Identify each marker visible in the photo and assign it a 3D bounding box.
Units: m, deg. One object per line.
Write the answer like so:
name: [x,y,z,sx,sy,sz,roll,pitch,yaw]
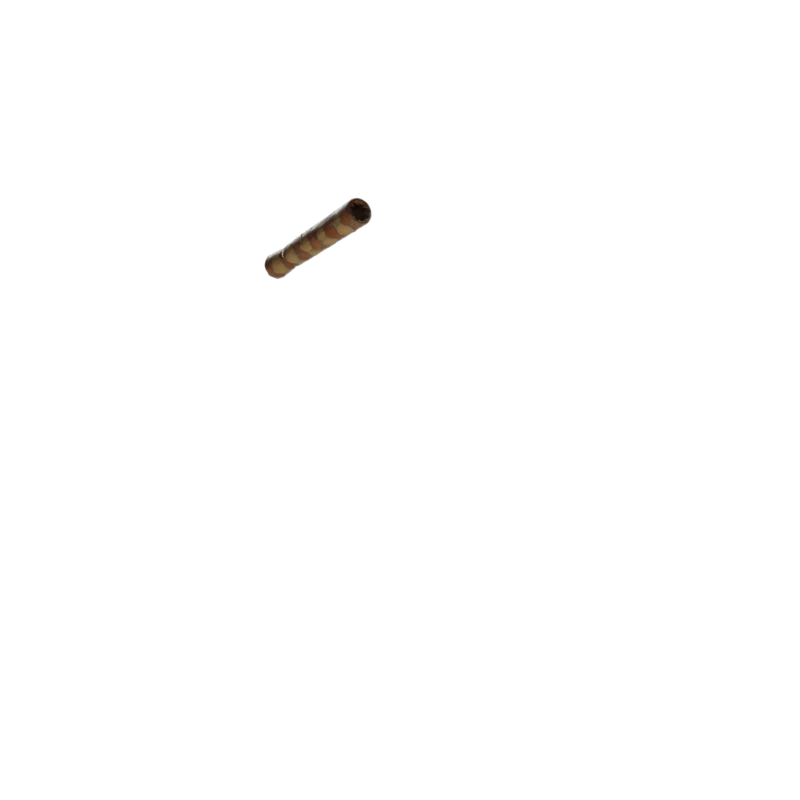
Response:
marker: [-0.059,-0.107,0.753,0.019,0.020,0.121,-2,-11,-34]
